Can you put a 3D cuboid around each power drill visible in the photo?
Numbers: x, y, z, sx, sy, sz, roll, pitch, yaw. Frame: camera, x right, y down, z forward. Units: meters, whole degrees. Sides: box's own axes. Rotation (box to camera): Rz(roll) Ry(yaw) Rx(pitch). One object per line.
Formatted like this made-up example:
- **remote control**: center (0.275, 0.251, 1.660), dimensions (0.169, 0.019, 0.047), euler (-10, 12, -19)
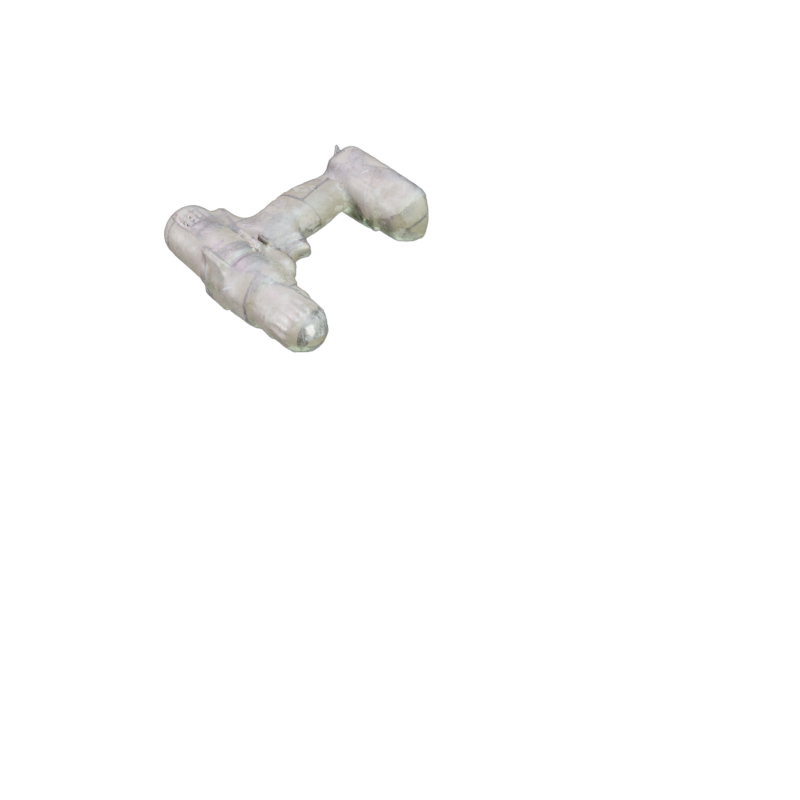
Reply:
- **power drill**: center (-0.069, -0.126, 0.885), dimensions (0.187, 0.053, 0.198), euler (-30, 51, -28)
